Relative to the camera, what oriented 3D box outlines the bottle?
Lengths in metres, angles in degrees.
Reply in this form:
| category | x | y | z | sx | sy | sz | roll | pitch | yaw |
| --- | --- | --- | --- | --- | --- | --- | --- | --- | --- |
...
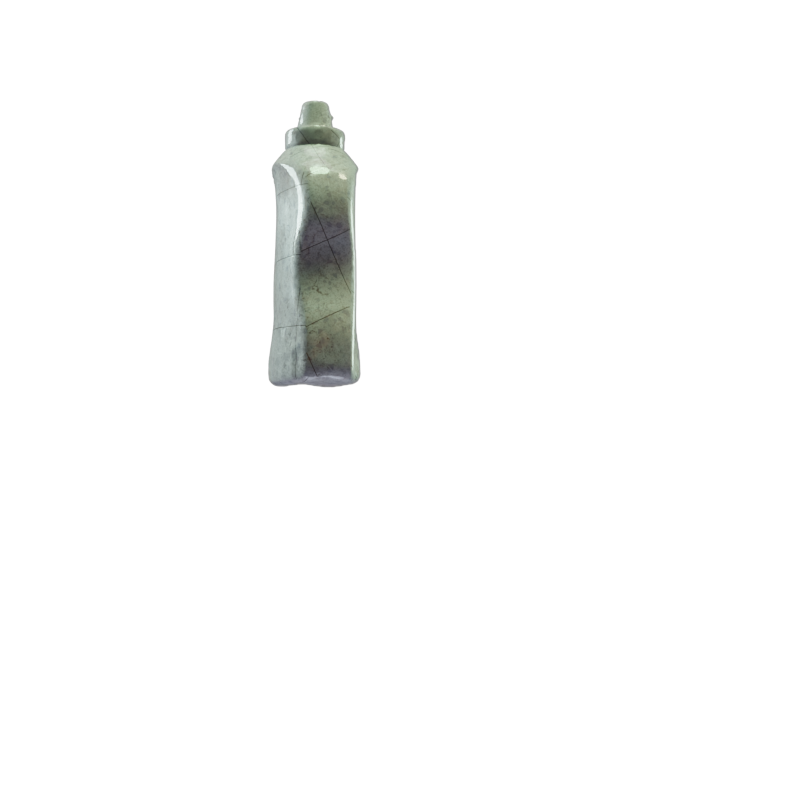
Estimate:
| category | x | y | z | sx | sy | sz | roll | pitch | yaw |
| --- | --- | --- | --- | --- | --- | --- | --- | --- | --- |
| bottle | -0.058 | -0.106 | 0.744 | 0.057 | 0.196 | 0.096 | 1 | -8 | -13 |
